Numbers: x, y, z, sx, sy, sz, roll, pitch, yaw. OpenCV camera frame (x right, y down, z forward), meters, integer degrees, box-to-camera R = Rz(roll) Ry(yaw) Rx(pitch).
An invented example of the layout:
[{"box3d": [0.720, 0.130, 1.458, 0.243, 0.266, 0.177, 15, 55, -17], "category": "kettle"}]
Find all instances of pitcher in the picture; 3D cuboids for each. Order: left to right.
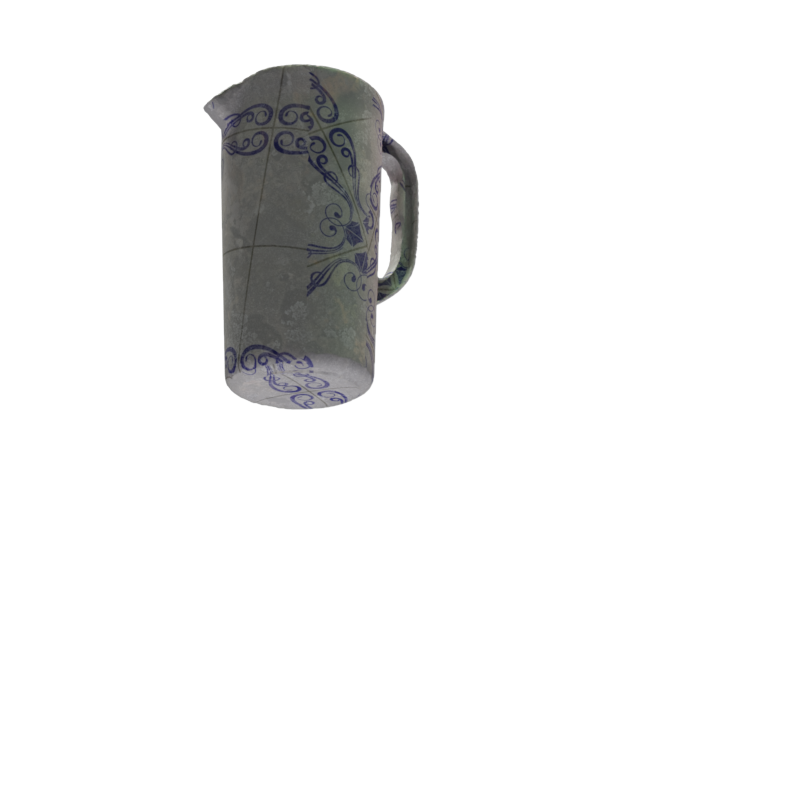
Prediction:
[{"box3d": [-0.066, -0.121, 0.849, 0.151, 0.256, 0.136, -6, -23, 11], "category": "pitcher"}]
